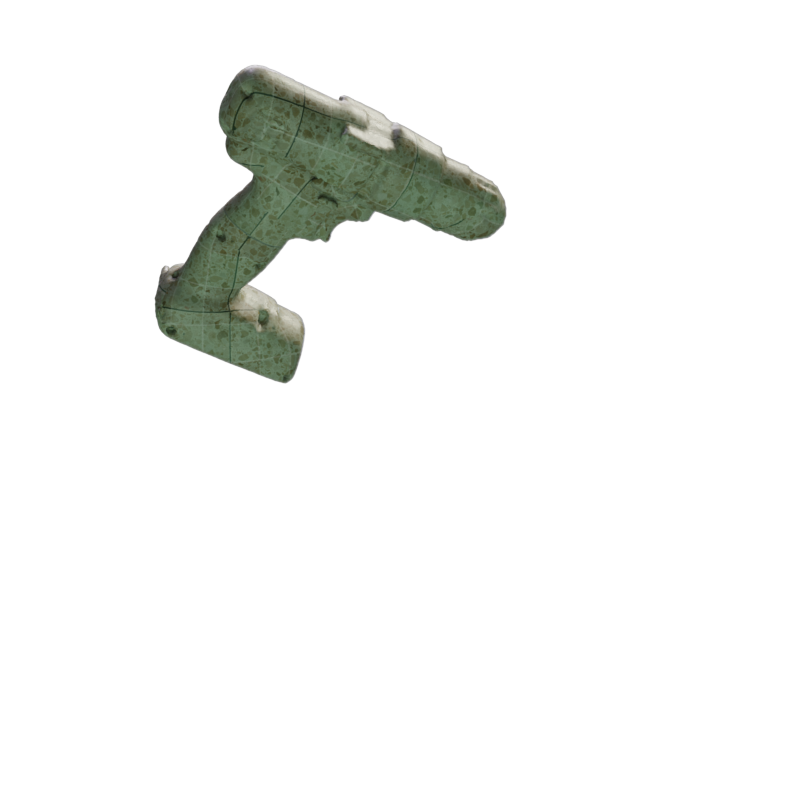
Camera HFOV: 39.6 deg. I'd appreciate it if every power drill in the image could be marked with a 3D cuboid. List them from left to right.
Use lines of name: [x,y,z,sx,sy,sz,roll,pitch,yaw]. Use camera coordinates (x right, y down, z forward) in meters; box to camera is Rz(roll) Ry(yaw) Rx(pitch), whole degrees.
power drill: [-0.053,-0.097,0.680,0.178,0.182,0.061,25,32,-18]
